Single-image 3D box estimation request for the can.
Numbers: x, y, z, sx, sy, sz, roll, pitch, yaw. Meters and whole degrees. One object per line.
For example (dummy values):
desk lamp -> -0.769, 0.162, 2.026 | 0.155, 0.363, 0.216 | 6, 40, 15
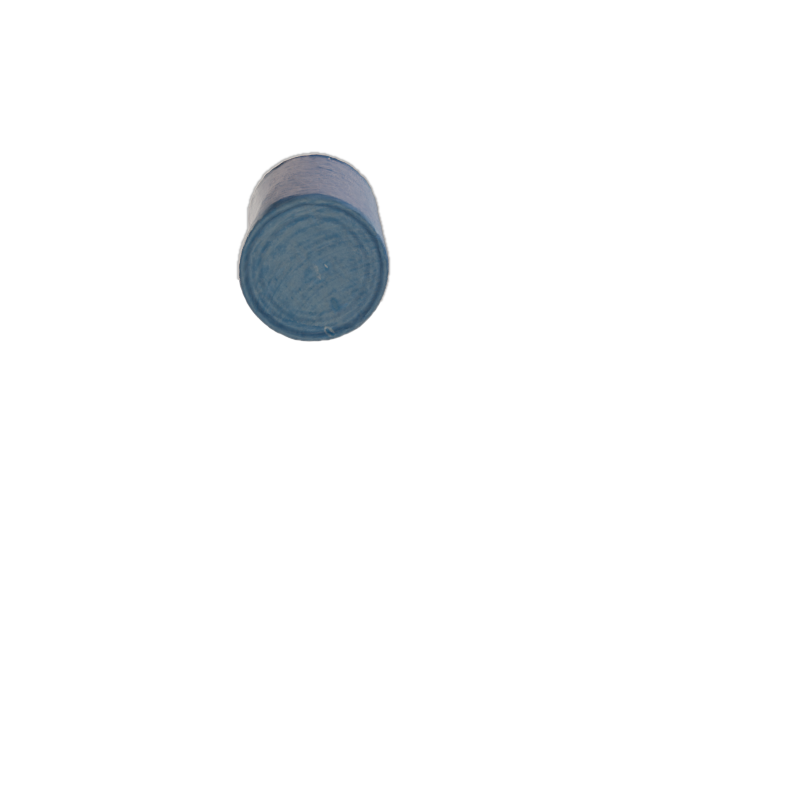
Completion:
can -> -0.041, -0.075, 0.527 | 0.068, 0.066, 0.107 | 0, 20, -3
